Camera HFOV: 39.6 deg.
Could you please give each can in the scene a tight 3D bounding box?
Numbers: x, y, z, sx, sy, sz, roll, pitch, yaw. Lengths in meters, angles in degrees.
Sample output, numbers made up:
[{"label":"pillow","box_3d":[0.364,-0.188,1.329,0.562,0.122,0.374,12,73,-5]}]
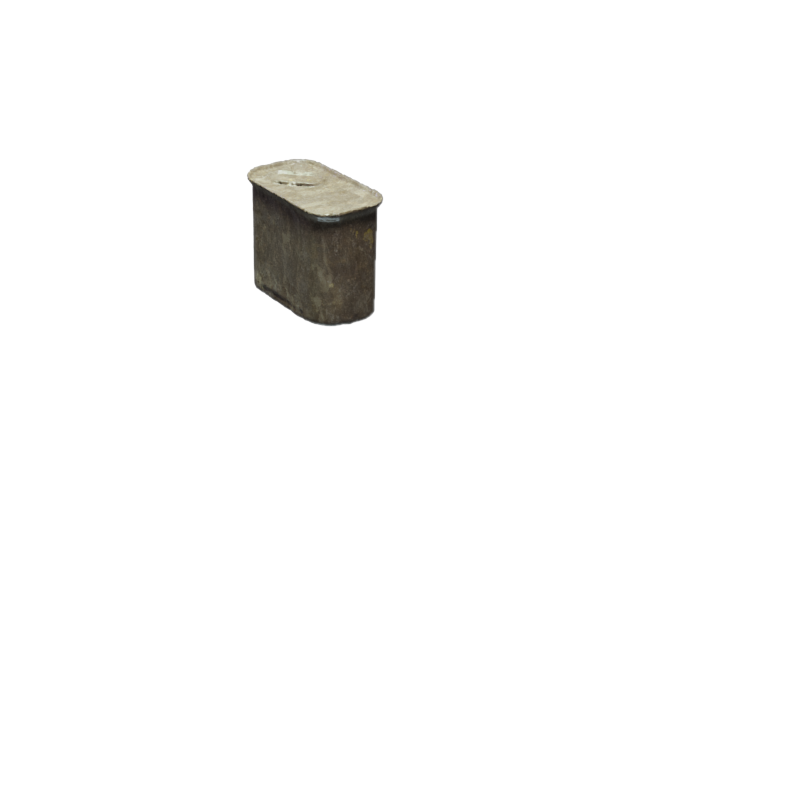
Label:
[{"label":"can","box_3d":[-0.059,-0.107,0.749,0.057,0.079,0.109,-18,34,-32]}]
